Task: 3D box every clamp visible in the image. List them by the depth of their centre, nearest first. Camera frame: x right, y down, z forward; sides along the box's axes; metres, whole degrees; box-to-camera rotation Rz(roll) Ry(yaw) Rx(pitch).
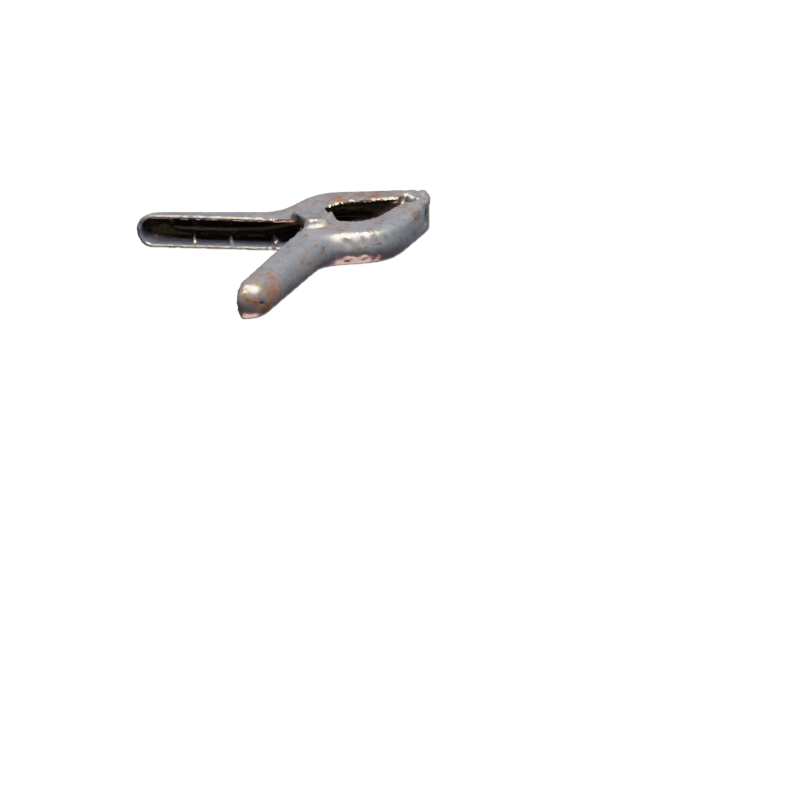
[{"bbox_3d":[-0.061,-0.110,0.774,0.206,0.034,0.177,-14,32,-23],"label":"clamp"}]
